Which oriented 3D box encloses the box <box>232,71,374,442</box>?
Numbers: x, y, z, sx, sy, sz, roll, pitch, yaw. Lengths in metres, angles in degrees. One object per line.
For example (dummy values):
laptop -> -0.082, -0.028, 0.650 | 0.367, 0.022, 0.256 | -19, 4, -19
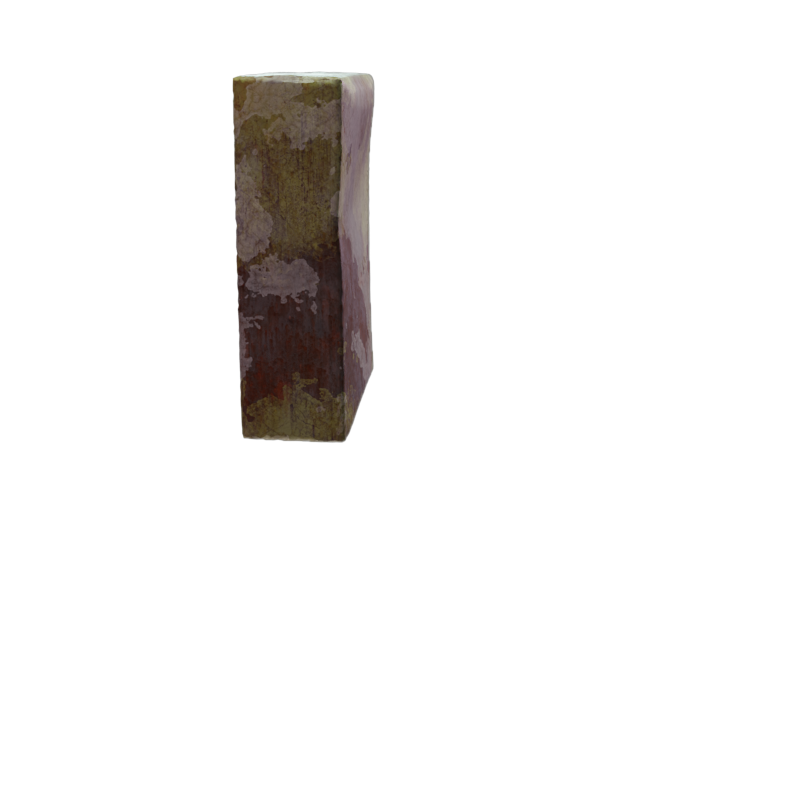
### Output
box -> -0.056, -0.101, 0.709 | 0.072, 0.208, 0.167 | 2, 13, 4
